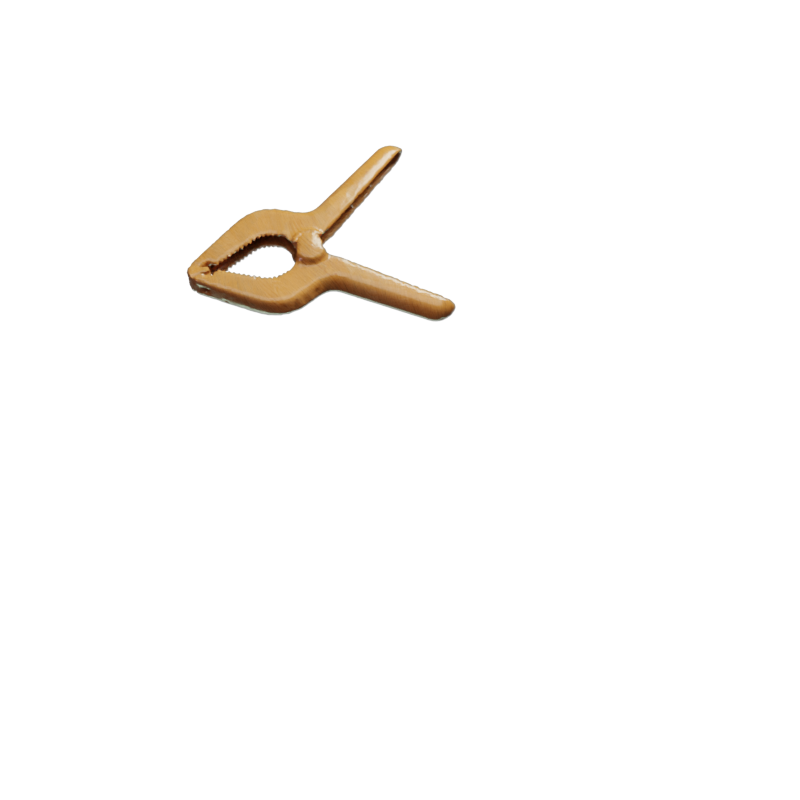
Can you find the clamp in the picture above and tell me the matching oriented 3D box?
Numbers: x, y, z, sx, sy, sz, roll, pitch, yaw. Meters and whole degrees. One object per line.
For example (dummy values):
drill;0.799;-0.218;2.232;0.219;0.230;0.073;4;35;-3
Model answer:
clamp;-0.072;-0.131;0.916;0.209;0.175;0.034;-7;-27;-4
